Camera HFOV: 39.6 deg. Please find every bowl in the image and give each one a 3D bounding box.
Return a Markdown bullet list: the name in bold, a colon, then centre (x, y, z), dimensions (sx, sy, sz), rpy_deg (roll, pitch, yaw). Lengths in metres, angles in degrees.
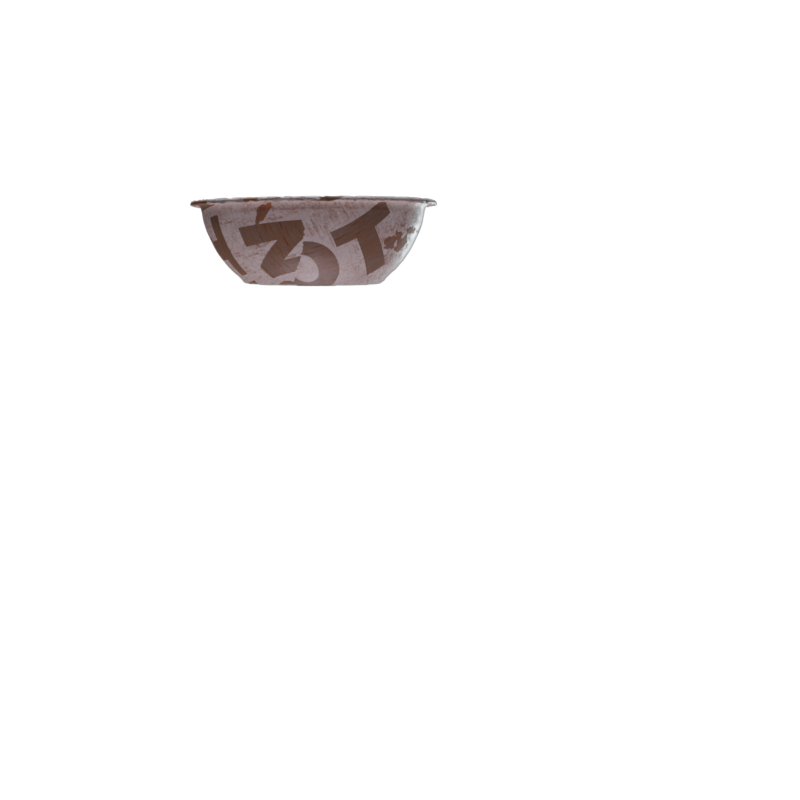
- **bowl**: centre (-0.057, -0.104, 0.730), dimensions (0.162, 0.055, 0.164), rpy_deg (0, 7, -2)
